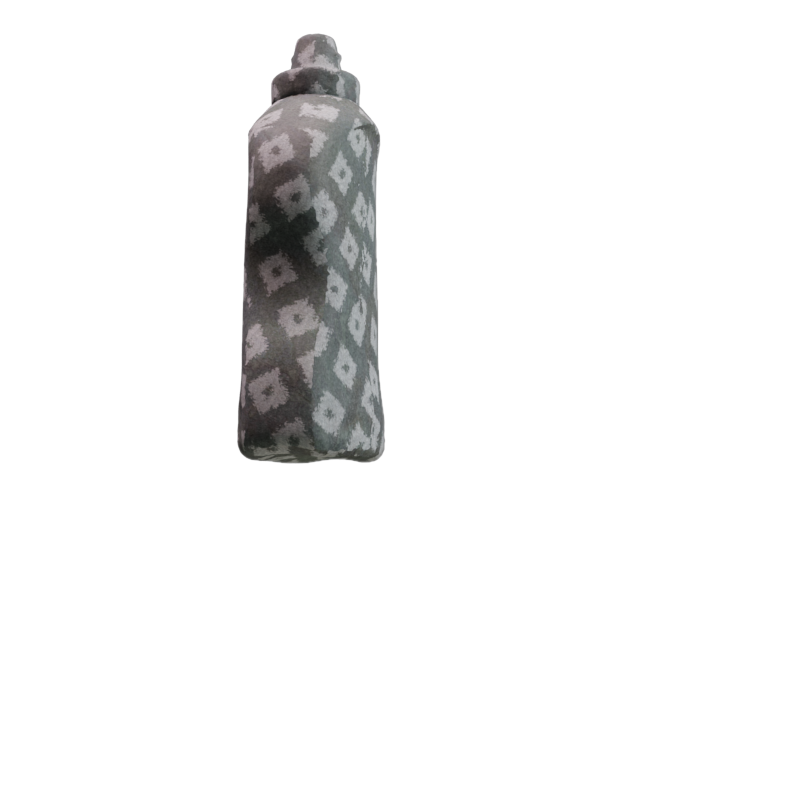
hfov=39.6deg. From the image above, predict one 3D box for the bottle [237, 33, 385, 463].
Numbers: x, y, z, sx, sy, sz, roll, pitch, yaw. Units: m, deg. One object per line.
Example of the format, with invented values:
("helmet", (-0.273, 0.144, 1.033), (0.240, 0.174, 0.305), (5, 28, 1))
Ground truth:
("bottle", (-0.038, -0.070, 0.493), (0.059, 0.198, 0.091), (-4, -12, 16))
